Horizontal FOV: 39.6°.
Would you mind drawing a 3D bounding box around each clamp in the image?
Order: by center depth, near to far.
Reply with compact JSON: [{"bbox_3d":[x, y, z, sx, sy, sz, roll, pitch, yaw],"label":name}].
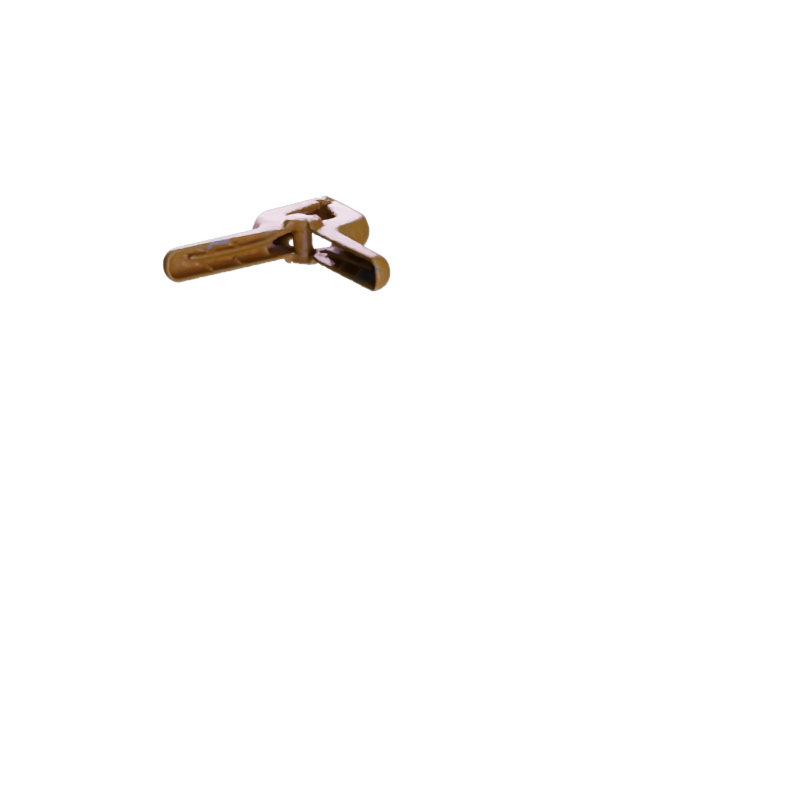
[{"bbox_3d":[-0.068,-0.123,0.864,0.169,0.035,0.213,6,22,16],"label":"clamp"}]
